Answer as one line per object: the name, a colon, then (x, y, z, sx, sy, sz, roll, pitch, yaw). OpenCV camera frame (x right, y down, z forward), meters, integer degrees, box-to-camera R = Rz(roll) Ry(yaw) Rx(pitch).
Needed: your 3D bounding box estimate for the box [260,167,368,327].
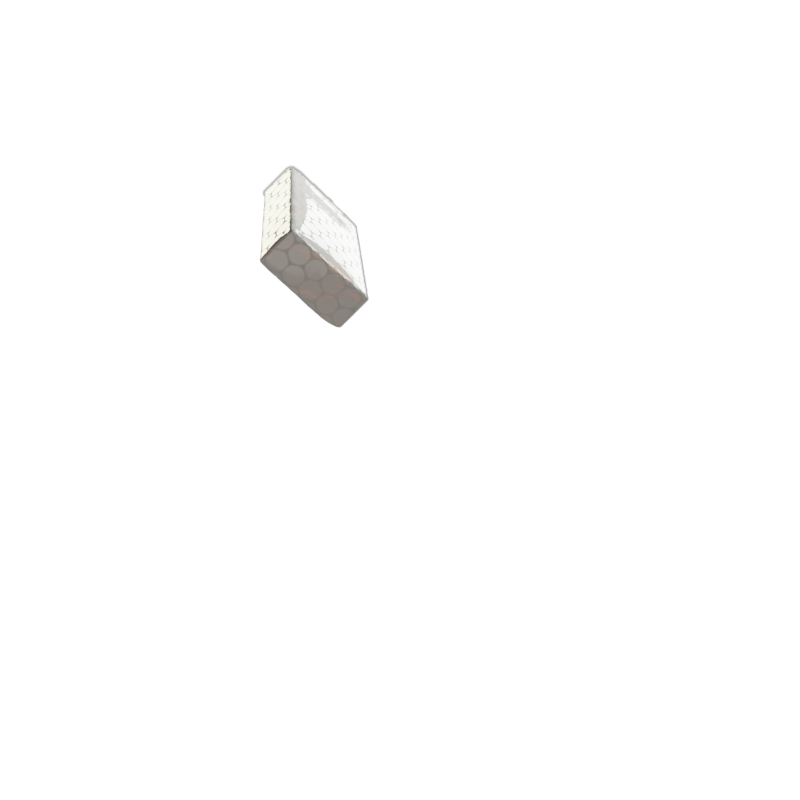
box: (-0.078, -0.142, 0.993, 0.089, 0.047, 0.187, 40, 20, -22)
